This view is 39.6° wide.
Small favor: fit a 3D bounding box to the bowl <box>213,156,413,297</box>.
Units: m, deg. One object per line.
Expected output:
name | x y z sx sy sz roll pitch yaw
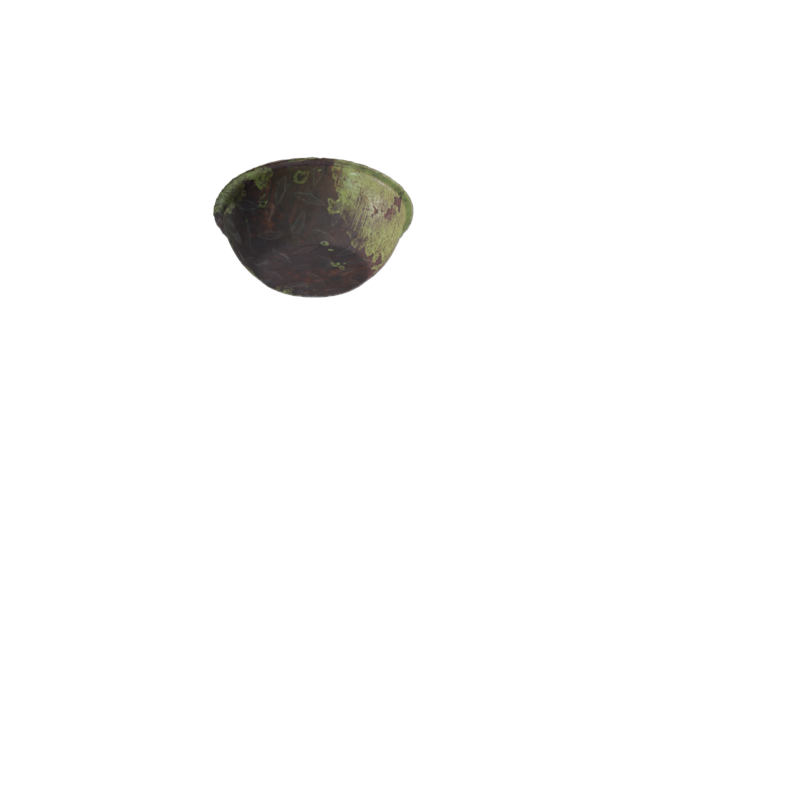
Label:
bowl | -0.069 -0.126 0.884 0.162 0.058 0.153 1 -25 -2
